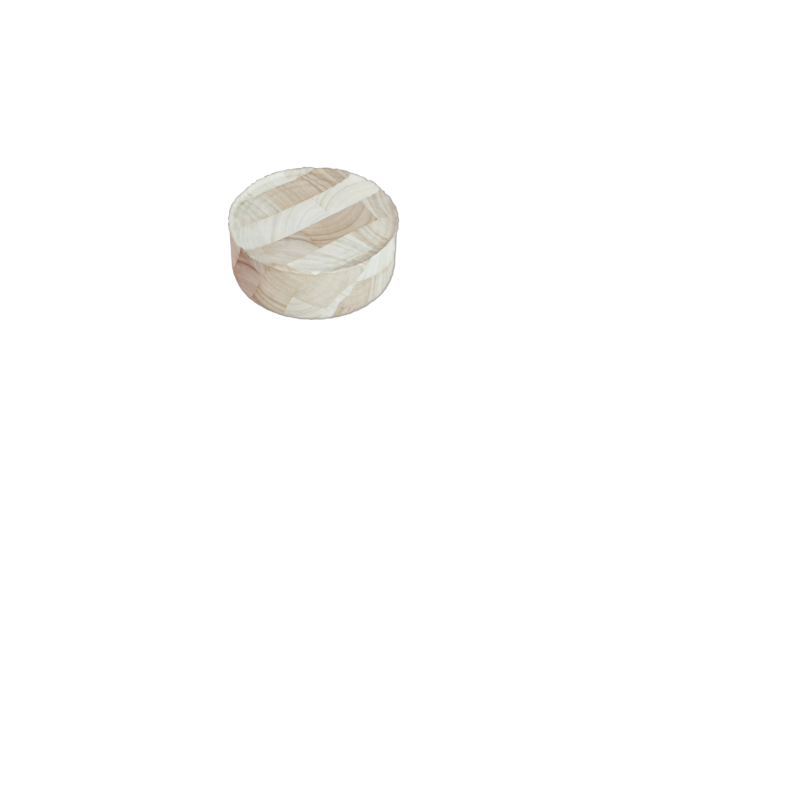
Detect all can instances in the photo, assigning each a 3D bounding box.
[{"bbox_3d":[-0.044,-0.081,0.565,0.086,0.031,0.092,-1,44,-1],"label":"can"}]
